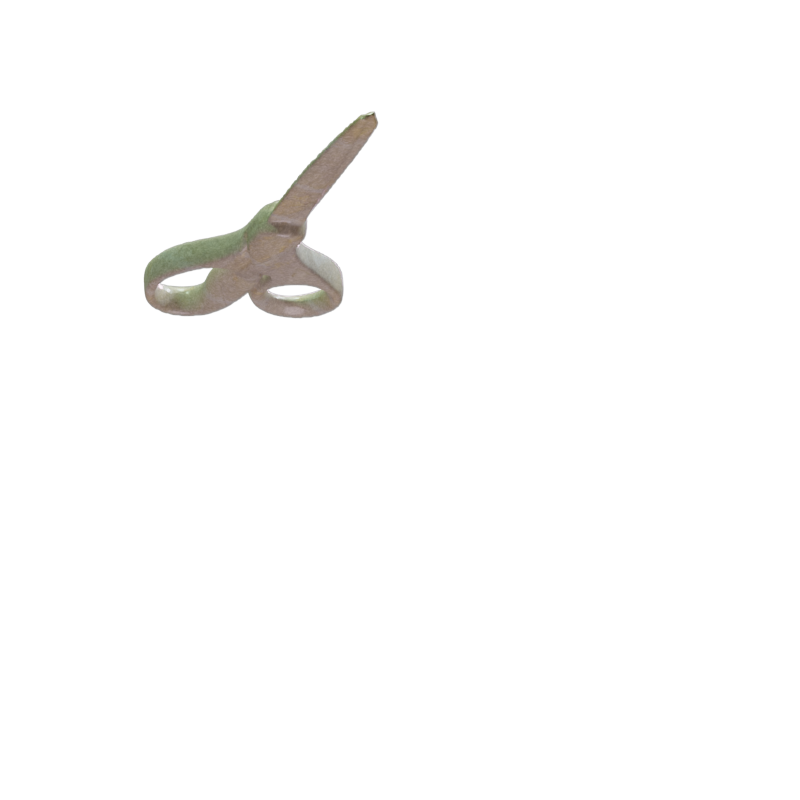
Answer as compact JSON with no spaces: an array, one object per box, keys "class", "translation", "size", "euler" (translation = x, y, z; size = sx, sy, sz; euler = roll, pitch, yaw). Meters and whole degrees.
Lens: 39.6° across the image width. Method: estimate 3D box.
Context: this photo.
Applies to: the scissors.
[{"class":"scissors","translation":[-0.034,-0.063,0.438],"size":[0.092,0.016,0.203],"euler":[10,-16,-36]}]
